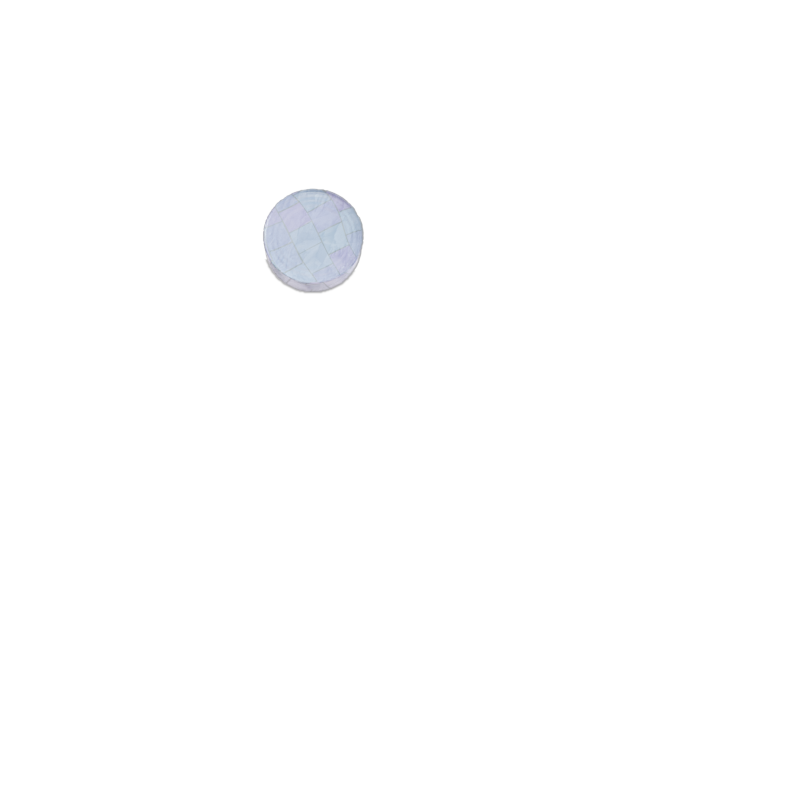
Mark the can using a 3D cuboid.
[{"bbox_3d":[-0.075,-0.137,0.956,0.086,0.090,0.032,-1,-18,-1],"label":"can"}]
